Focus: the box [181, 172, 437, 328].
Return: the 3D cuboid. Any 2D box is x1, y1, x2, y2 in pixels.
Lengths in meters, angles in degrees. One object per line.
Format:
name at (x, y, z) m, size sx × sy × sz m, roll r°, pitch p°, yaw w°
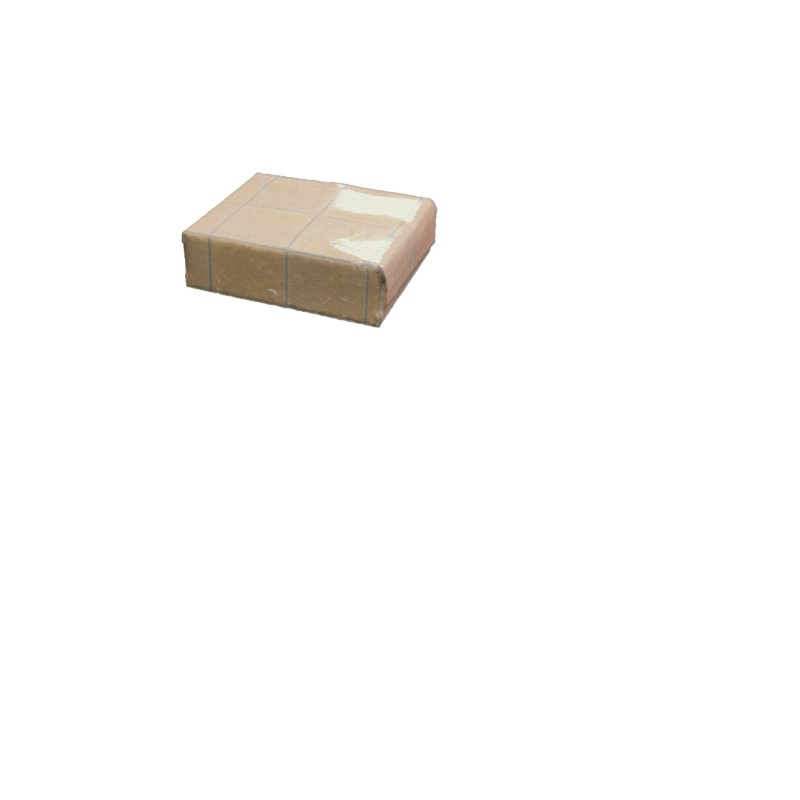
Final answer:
box at (-0.037, -0.068, 0.473) m, size 0.092 × 0.028 × 0.075 m, roll 11°, pitch 33°, yaw 18°
